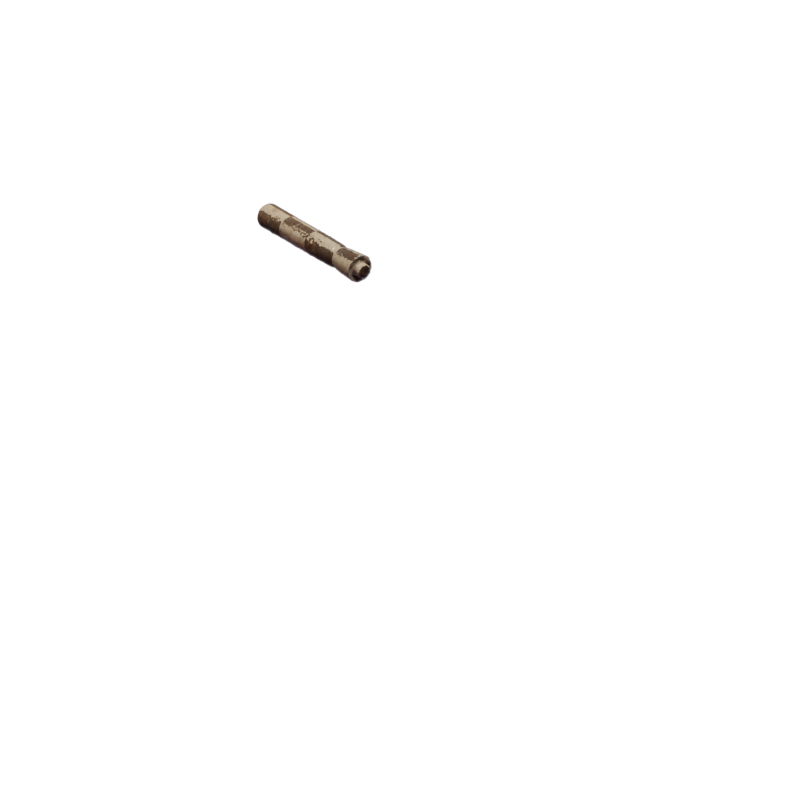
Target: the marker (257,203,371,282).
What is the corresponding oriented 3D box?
[{"bbox_3d":[-0.059,-0.107,0.753,0.019,0.019,0.130,-3,25,-37],"label":"marker"}]
